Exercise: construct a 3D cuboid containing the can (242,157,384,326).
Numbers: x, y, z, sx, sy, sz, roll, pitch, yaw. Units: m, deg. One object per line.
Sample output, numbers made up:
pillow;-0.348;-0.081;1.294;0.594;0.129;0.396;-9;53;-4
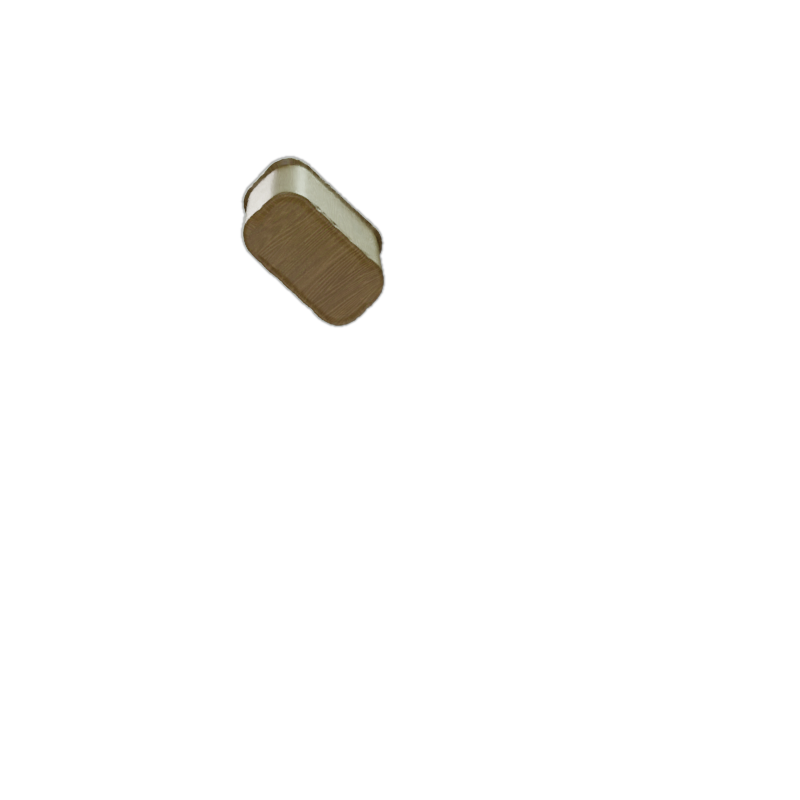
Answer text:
can;-0.058;-0.105;0.735;0.098;0.057;0.088;42;15;-16
